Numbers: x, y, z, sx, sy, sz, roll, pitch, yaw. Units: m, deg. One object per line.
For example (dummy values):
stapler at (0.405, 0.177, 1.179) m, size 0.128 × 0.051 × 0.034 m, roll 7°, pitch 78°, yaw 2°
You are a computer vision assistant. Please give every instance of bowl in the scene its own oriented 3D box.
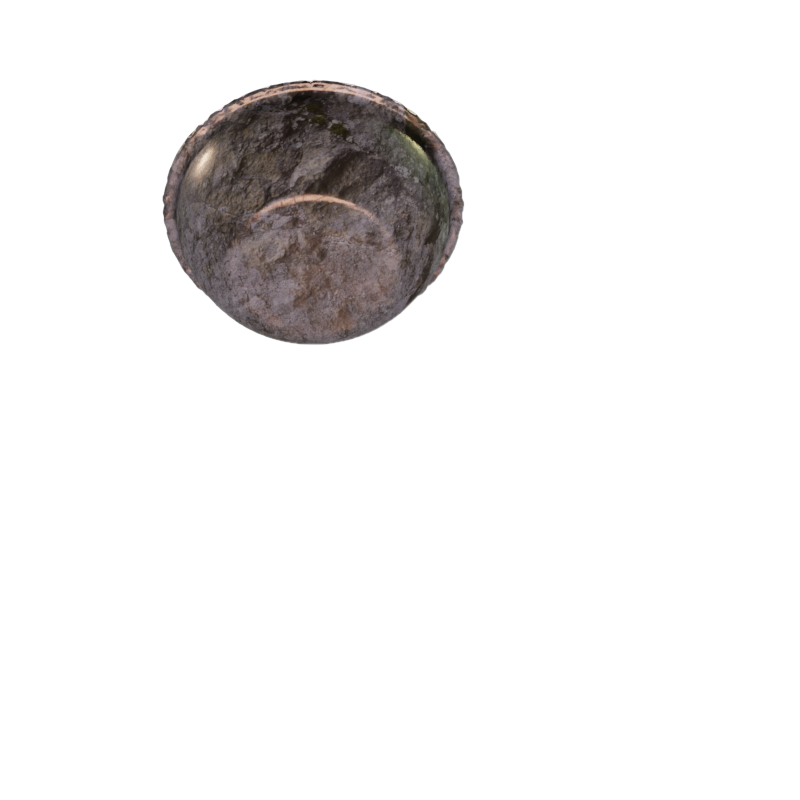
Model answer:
bowl at (-0.045, -0.082, 0.577) m, size 0.162 × 0.151 × 0.059 m, roll 1°, pitch 37°, yaw -1°
